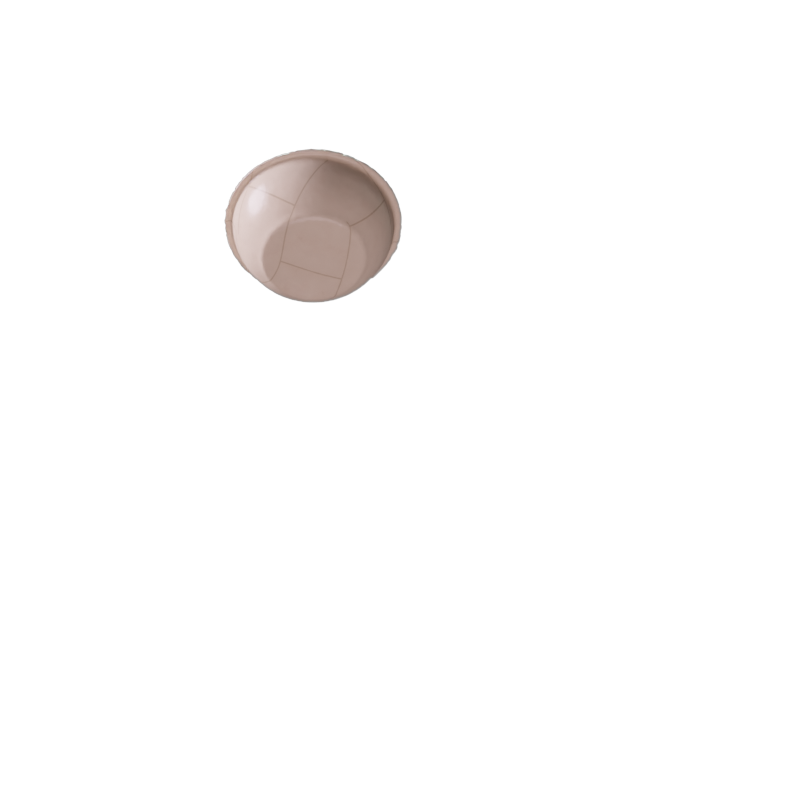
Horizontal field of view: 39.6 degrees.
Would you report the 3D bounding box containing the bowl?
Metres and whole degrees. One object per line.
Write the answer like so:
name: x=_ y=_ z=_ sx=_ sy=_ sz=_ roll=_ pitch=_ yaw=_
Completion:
bowl: x=-0.078 y=-0.142 z=0.992 sx=0.162 sy=0.151 sz=0.059 roll=1 pitch=38 yaw=-1
